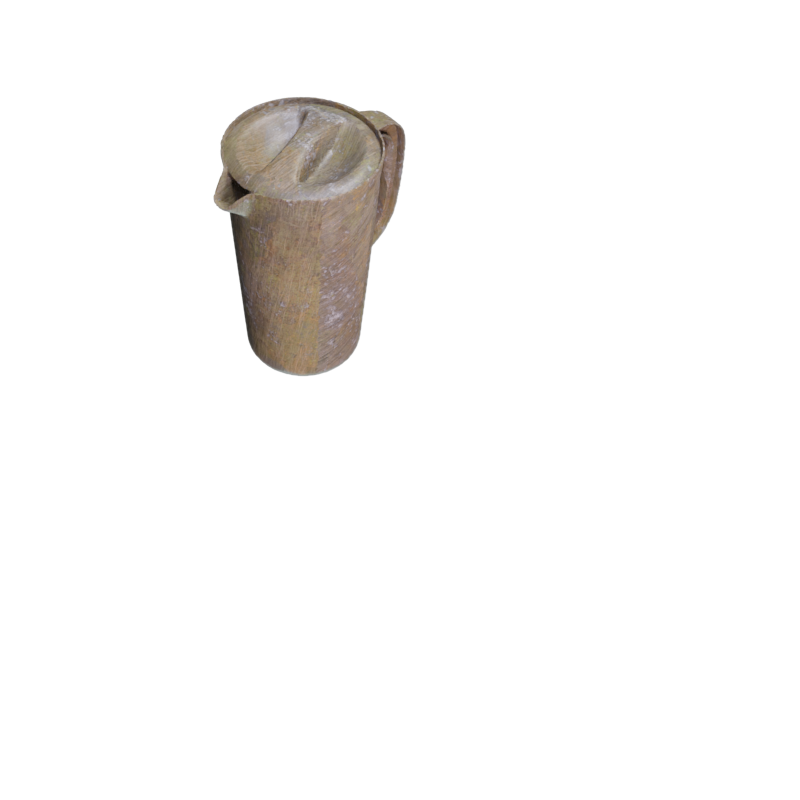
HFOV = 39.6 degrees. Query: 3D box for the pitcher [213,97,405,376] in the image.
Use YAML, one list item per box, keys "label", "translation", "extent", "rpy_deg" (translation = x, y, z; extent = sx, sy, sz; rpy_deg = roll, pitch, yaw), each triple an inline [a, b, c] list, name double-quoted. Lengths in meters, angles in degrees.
- label: "pitcher"
  translation: [-0.077, -0.140, 0.979]
  extent: [0.150, 0.155, 0.226]
  rpy_deg: [5, -41, 1]
